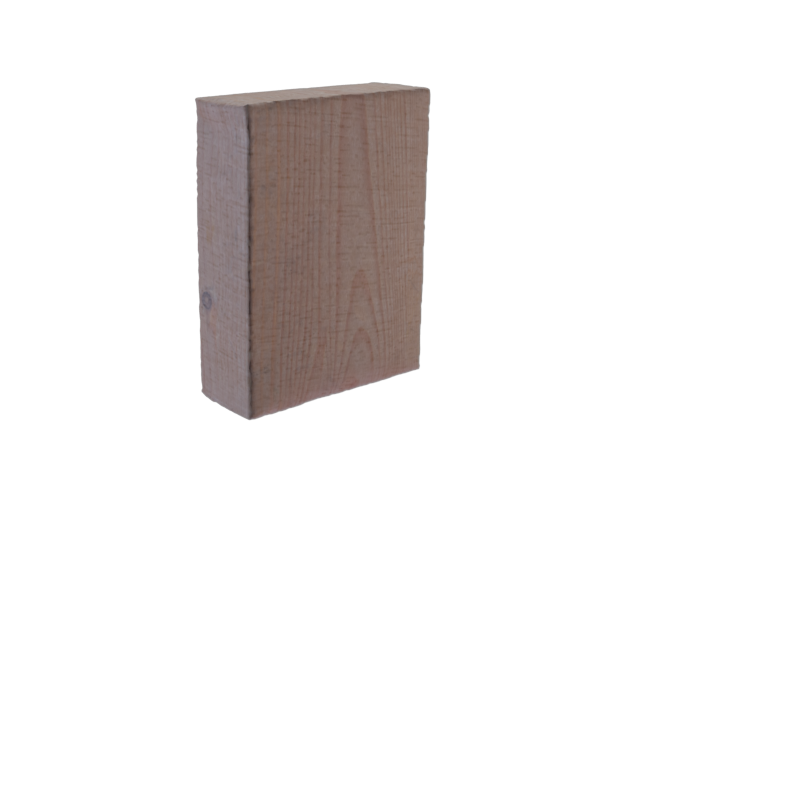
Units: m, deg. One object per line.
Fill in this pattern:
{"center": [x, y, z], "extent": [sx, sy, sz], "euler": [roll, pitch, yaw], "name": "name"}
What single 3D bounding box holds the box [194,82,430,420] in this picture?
{"center": [-0.061, -0.112, 0.785], "extent": [0.160, 0.207, 0.076], "euler": [-14, 21, -40], "name": "box"}
